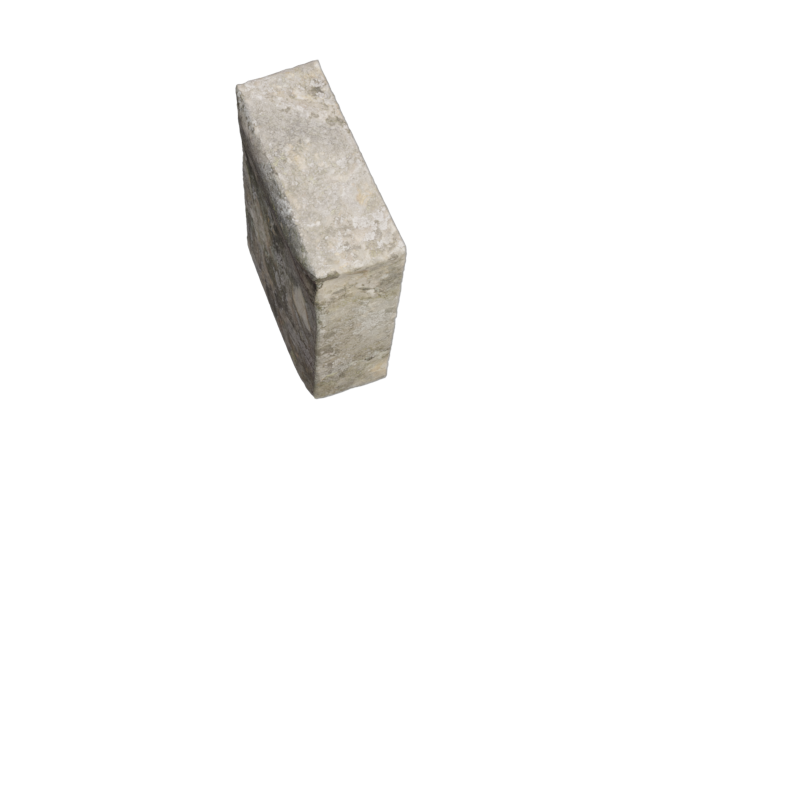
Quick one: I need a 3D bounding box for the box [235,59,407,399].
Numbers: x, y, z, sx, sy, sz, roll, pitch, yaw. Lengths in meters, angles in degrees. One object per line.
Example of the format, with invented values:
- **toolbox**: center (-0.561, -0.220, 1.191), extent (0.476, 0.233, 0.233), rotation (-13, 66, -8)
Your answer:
- **box**: center (-0.064, -0.117, 0.818), extent (0.071, 0.175, 0.202), rotation (-19, -23, -11)
